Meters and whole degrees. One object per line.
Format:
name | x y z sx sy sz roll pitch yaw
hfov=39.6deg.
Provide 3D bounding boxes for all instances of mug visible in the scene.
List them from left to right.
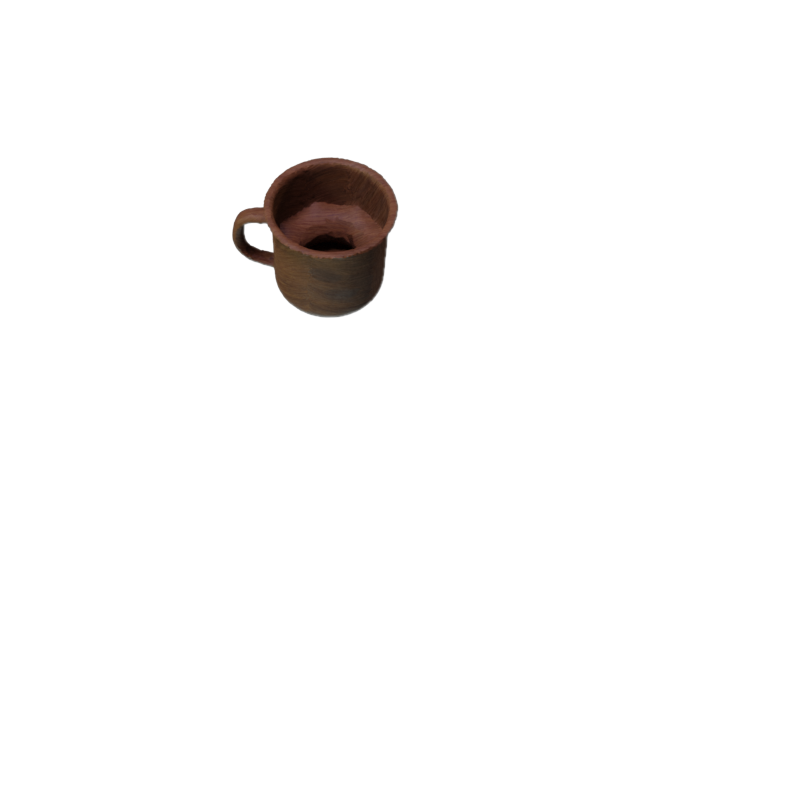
mug | -0.062 -0.114 0.797 0.117 0.100 0.076 2 -36 0
